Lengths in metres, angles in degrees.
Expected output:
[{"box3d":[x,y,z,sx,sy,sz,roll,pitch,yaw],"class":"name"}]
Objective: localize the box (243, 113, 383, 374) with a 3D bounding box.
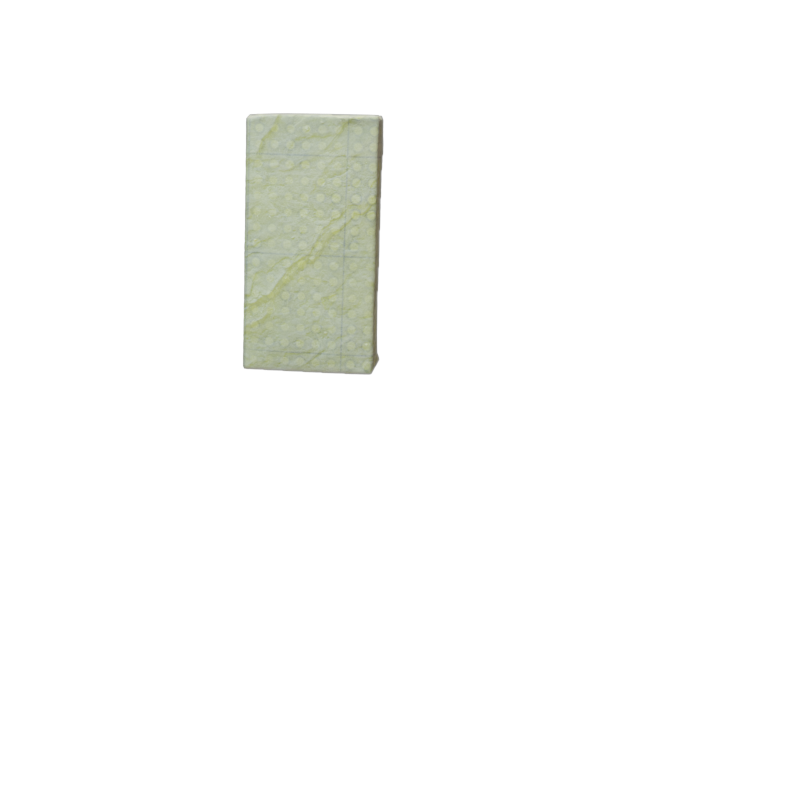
[{"box3d":[-0.060,-0.109,0.766,0.094,0.173,0.048,2,9,7],"class":"box"}]
